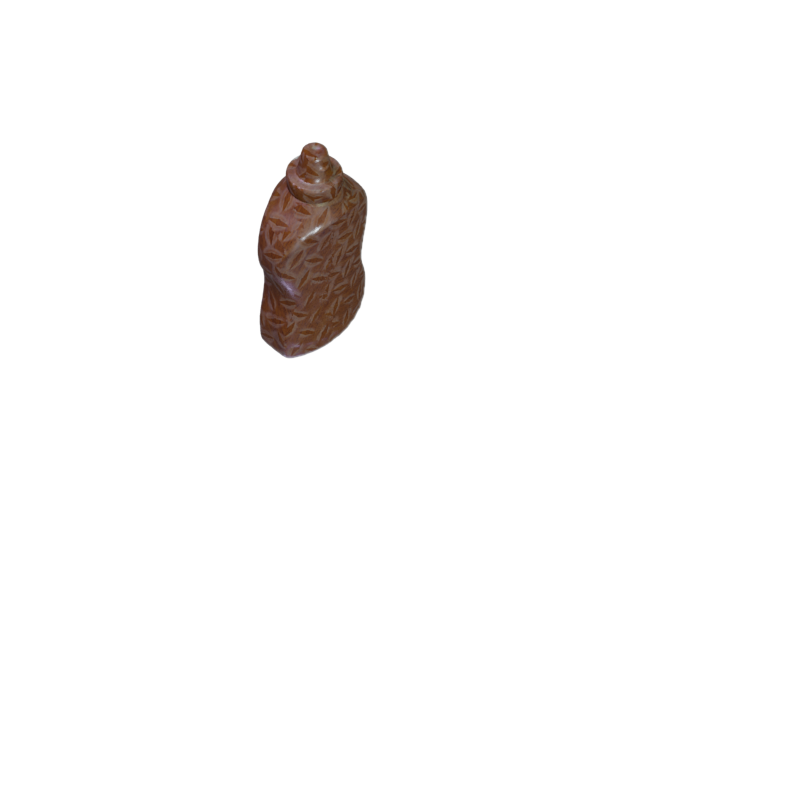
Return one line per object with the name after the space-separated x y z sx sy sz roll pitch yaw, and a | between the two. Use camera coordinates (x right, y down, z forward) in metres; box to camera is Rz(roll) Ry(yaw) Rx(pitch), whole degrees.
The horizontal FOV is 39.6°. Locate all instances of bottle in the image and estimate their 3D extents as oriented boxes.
-0.066 -0.120 0.841 0.062 0.179 0.097 38 59 23 | bottle
